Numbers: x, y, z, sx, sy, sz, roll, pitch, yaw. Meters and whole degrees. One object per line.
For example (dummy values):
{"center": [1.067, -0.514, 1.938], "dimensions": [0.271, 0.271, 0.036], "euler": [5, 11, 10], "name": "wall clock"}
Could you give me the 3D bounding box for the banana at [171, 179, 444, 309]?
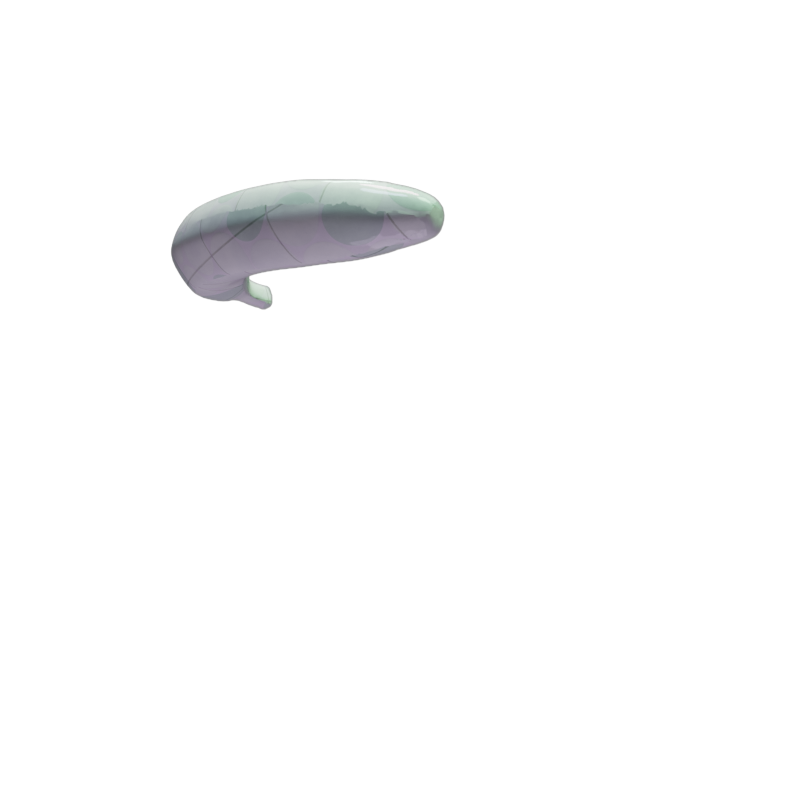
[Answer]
{"center": [-0.056, -0.068, 0.474], "dimensions": [0.067, 0.037, 0.201], "euler": [2, -3, -25], "name": "banana"}
